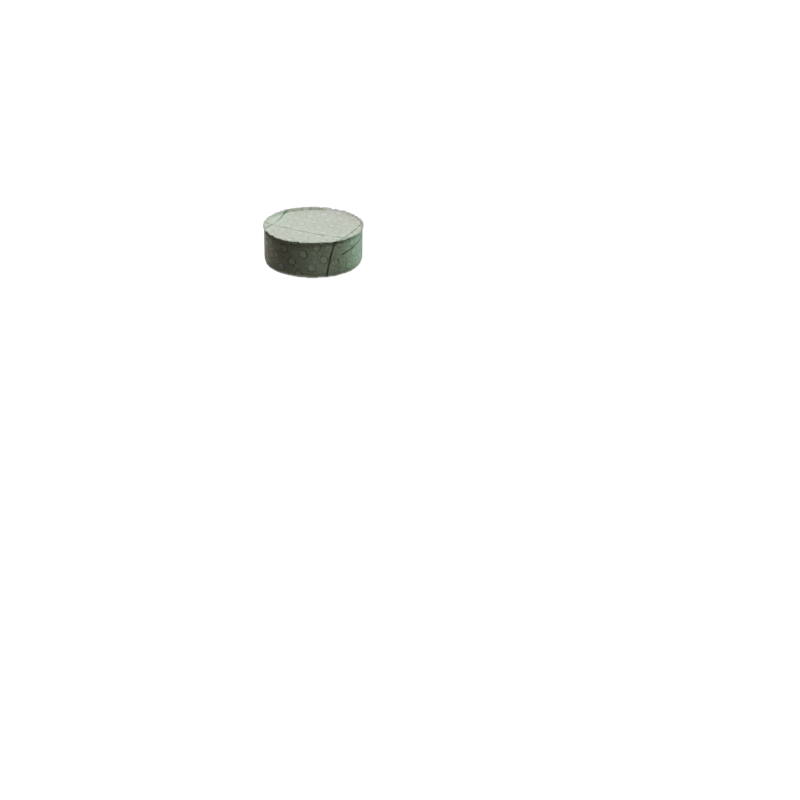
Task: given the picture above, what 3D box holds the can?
[{"bbox_3d":[-0.074,-0.136,0.949,0.086,0.032,0.091,-1,28,-2],"label":"can"}]
